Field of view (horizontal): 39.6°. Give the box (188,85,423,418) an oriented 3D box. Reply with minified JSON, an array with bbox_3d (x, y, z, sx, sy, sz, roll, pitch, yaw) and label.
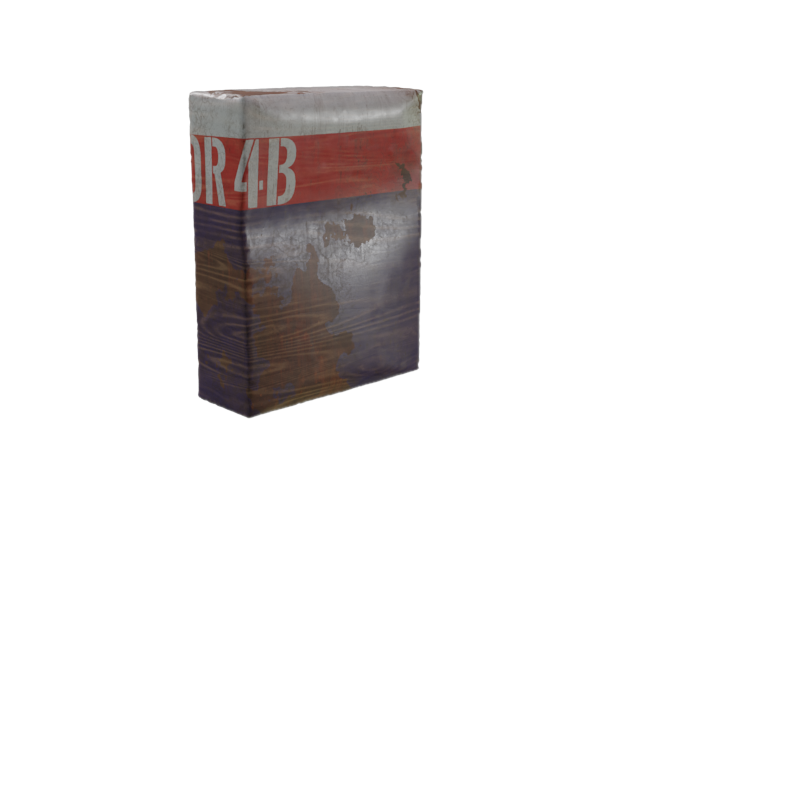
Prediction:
[{"bbox_3d":[-0.061,-0.112,0.781,0.160,0.208,0.076,-11,17,-41],"label":"box"}]
